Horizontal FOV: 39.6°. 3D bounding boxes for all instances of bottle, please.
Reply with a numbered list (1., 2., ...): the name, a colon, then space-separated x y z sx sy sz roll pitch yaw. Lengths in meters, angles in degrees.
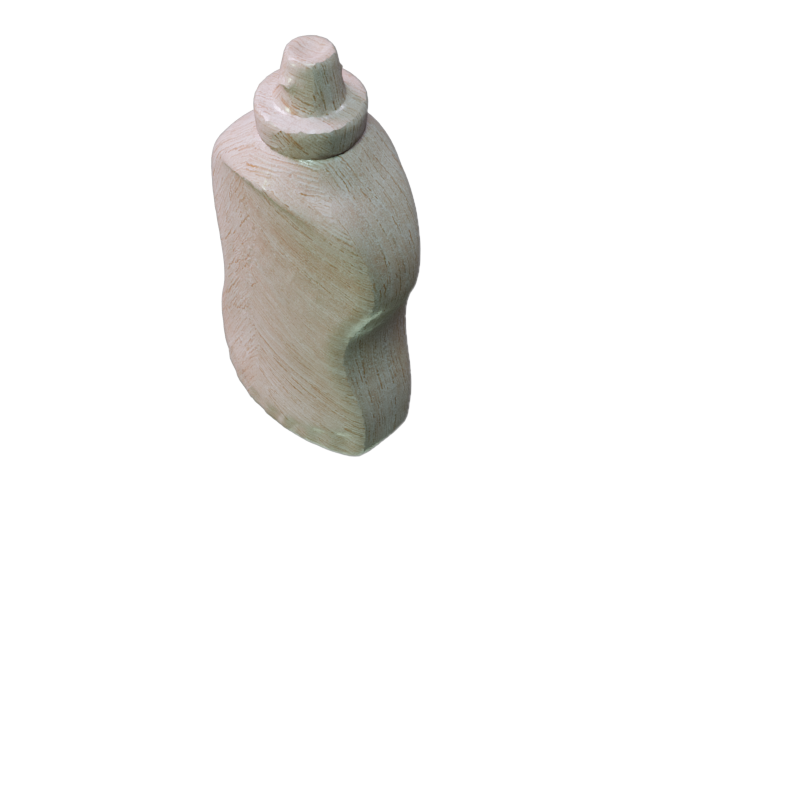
1. bottle: -0.035 -0.063 0.446 0.059 0.179 0.102 -33 60 -27
